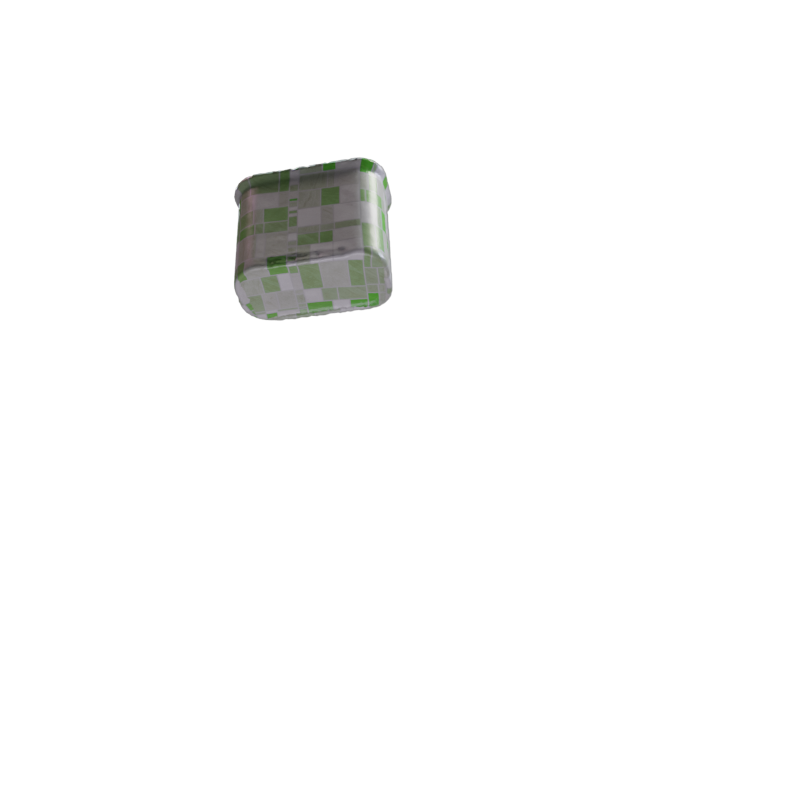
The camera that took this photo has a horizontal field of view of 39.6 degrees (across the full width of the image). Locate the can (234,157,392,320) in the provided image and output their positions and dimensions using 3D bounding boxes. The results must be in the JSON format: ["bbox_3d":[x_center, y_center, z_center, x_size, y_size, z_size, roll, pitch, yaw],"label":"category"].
[{"bbox_3d":[-0.055,-0.101,0.707,0.103,0.090,0.053,-8,-41,7],"label":"can"}]
